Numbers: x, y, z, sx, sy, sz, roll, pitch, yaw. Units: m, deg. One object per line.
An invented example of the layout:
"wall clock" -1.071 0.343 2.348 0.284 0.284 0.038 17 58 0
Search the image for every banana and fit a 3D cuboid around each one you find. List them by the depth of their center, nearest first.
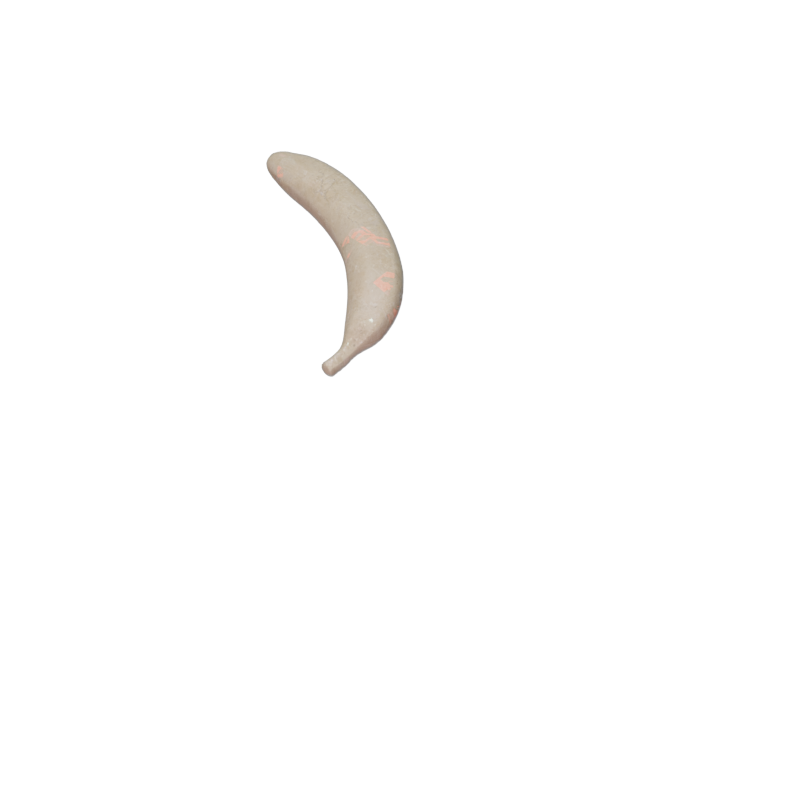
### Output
"banana" -0.040 -0.108 0.754 0.069 0.214 0.034 -11 -39 -9
